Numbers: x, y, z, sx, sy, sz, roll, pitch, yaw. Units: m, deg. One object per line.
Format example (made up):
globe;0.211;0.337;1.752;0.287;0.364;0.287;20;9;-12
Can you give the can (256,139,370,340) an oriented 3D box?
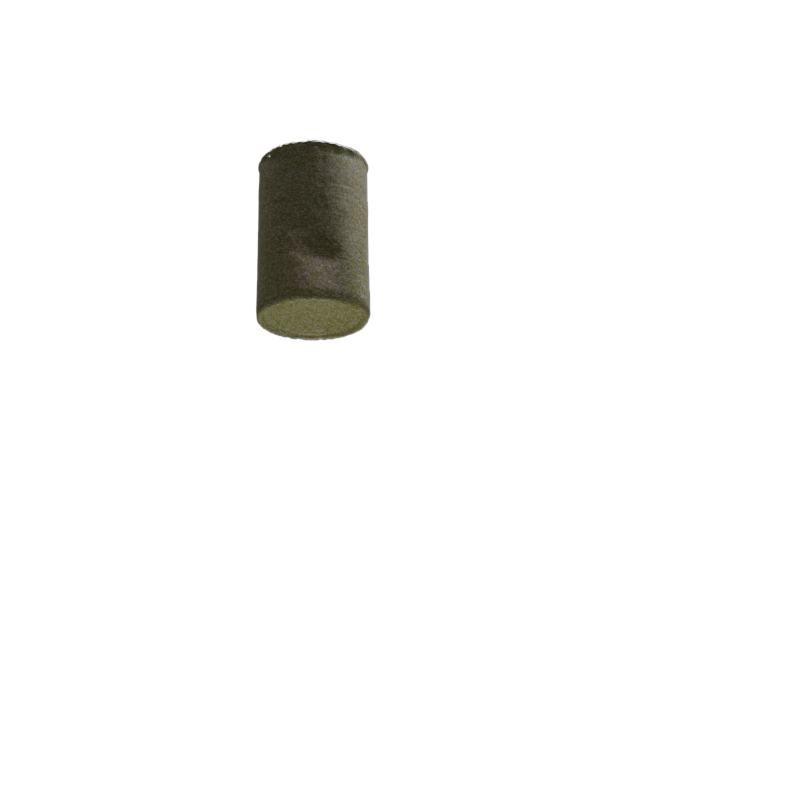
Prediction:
can;-0.052;-0.095;0.662;0.068;0.108;0.065;0;-23;-2
